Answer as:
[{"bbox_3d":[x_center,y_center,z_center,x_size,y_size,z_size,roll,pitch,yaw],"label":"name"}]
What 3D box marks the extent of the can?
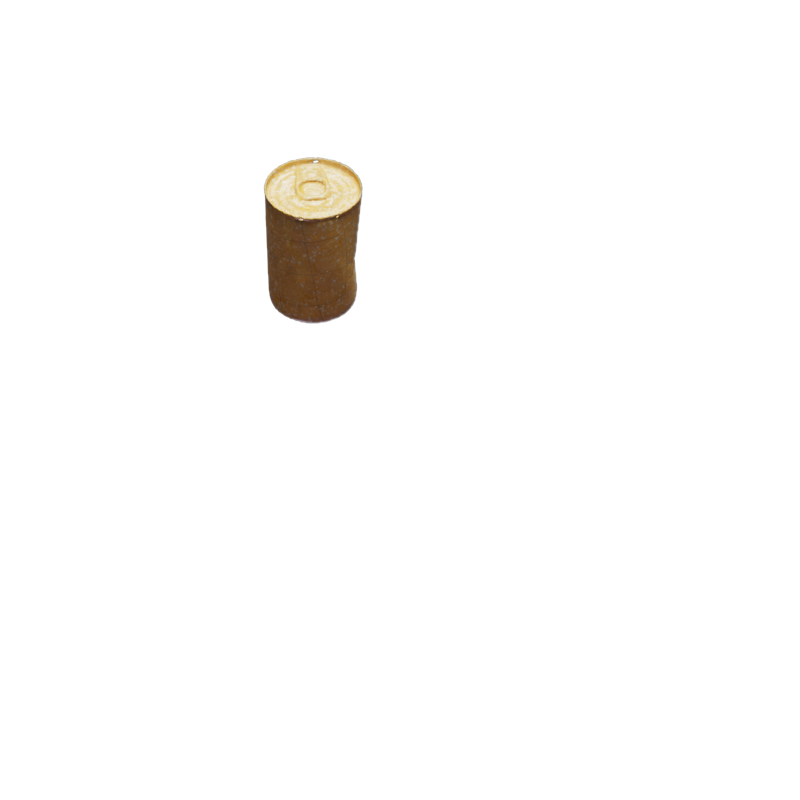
[{"bbox_3d":[-0.062,-0.113,0.794,0.068,0.074,0.095,0,-45,-3],"label":"can"}]
